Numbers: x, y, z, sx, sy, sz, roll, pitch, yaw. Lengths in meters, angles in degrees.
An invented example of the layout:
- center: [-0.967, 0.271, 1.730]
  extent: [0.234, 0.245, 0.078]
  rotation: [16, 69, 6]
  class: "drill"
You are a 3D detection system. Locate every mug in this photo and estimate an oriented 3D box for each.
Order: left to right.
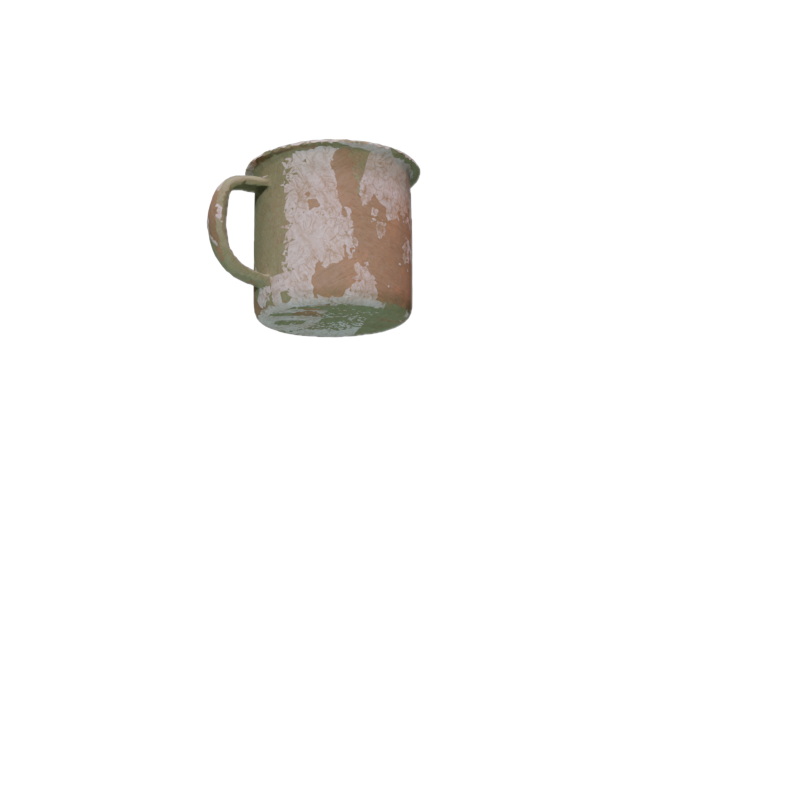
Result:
- center: [-0.045, -0.081, 0.571]
  extent: [0.112, 0.085, 0.094]
  rotation: [9, -17, -34]
  class: "mug"
